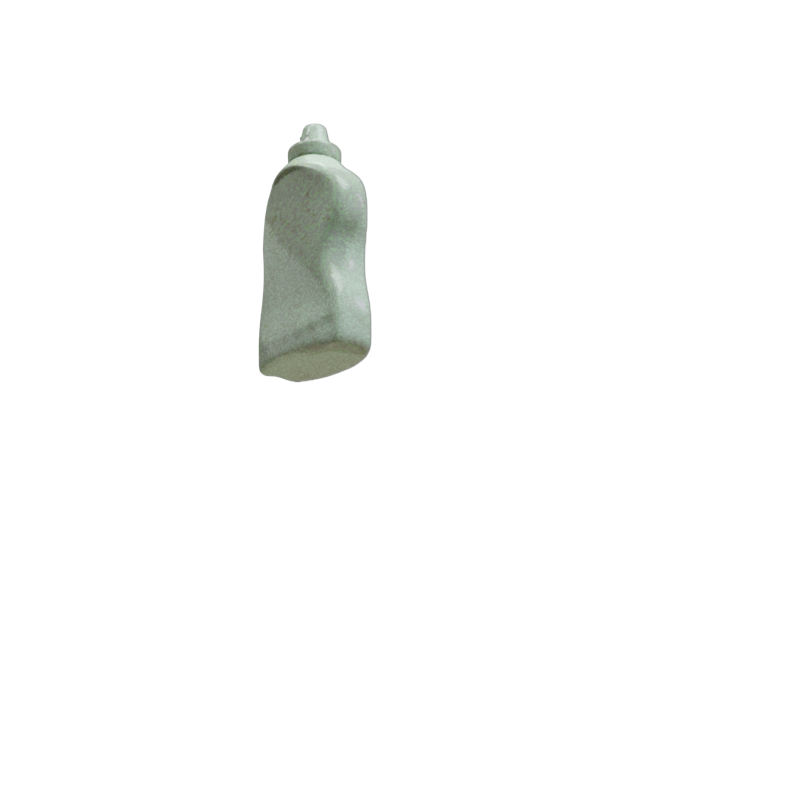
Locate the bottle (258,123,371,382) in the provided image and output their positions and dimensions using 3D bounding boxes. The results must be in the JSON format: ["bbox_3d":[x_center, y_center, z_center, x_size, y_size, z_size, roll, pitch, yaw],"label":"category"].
[{"bbox_3d":[-0.063,-0.116,0.813,0.055,0.202,0.096,15,-27,-35],"label":"bottle"}]
